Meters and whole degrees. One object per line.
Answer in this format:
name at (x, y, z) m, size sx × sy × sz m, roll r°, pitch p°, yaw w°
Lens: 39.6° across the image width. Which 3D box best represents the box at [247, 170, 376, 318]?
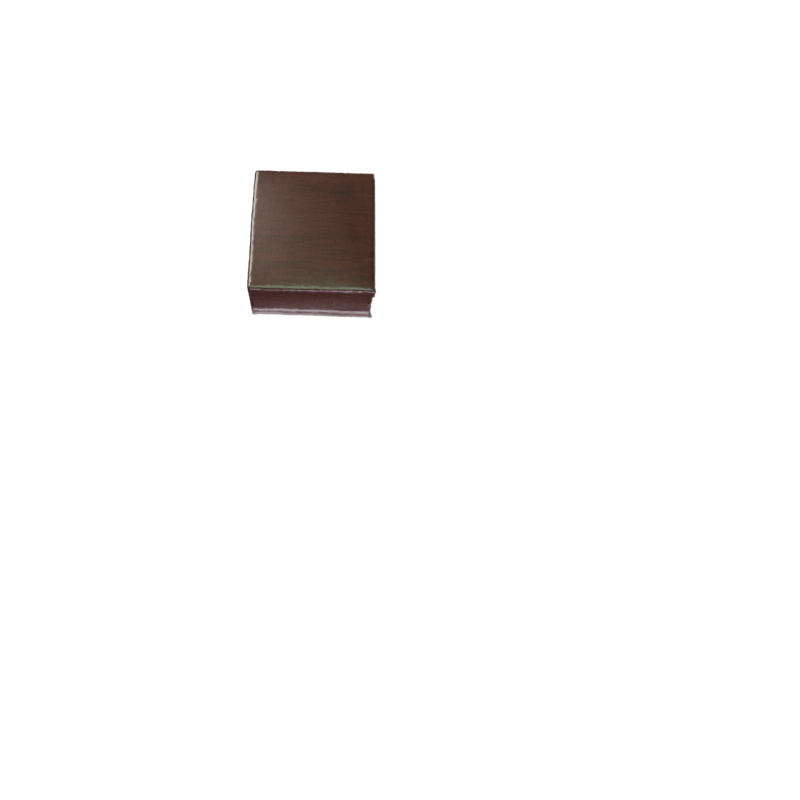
box at (-0.063, -0.115, 0.805) m, size 0.090 × 0.121 × 0.036 m, roll 0°, pitch -33°, yaw -1°
